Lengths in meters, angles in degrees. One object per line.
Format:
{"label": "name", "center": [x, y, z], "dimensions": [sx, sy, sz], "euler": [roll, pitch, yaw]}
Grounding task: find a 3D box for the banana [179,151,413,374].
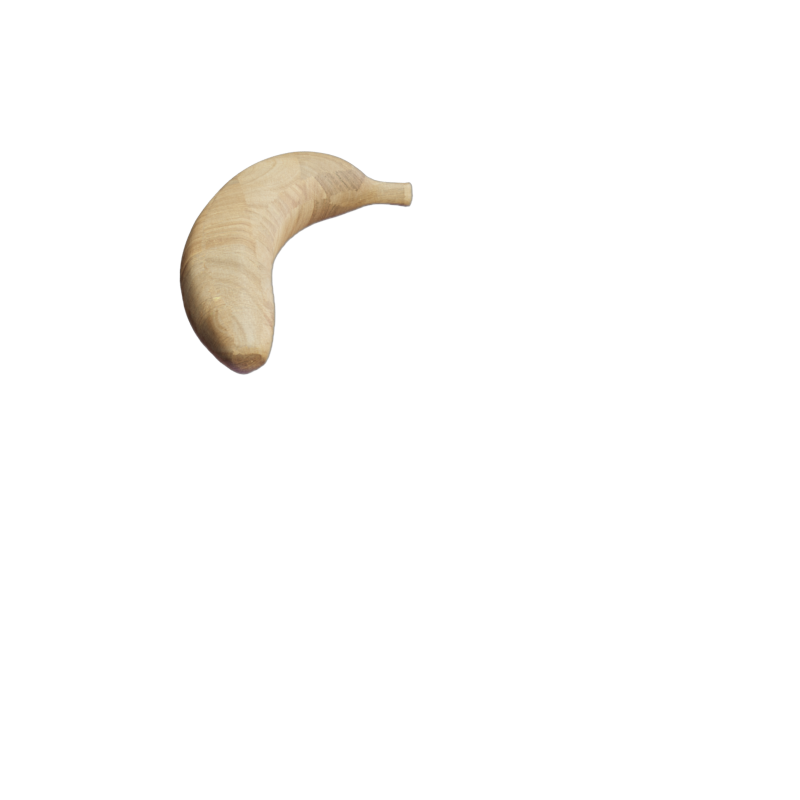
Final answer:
{"label": "banana", "center": [-0.053, -0.072, 0.473], "dimensions": [0.071, 0.035, 0.204], "euler": [9, 31, 15]}
